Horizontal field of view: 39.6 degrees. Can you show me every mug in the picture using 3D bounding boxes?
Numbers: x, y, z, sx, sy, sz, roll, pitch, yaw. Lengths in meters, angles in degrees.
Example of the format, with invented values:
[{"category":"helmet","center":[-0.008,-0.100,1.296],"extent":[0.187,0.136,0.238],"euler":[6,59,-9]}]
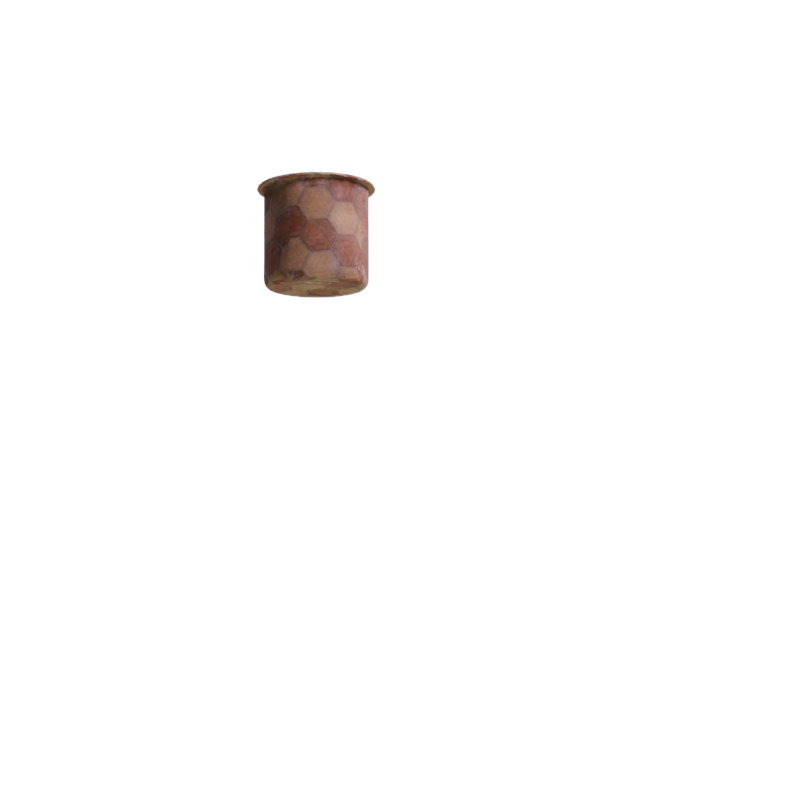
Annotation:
[{"category":"mug","center":[-0.069,-0.125,0.879],"extent":[0.091,0.084,0.116],"euler":[2,-8,-14]}]
